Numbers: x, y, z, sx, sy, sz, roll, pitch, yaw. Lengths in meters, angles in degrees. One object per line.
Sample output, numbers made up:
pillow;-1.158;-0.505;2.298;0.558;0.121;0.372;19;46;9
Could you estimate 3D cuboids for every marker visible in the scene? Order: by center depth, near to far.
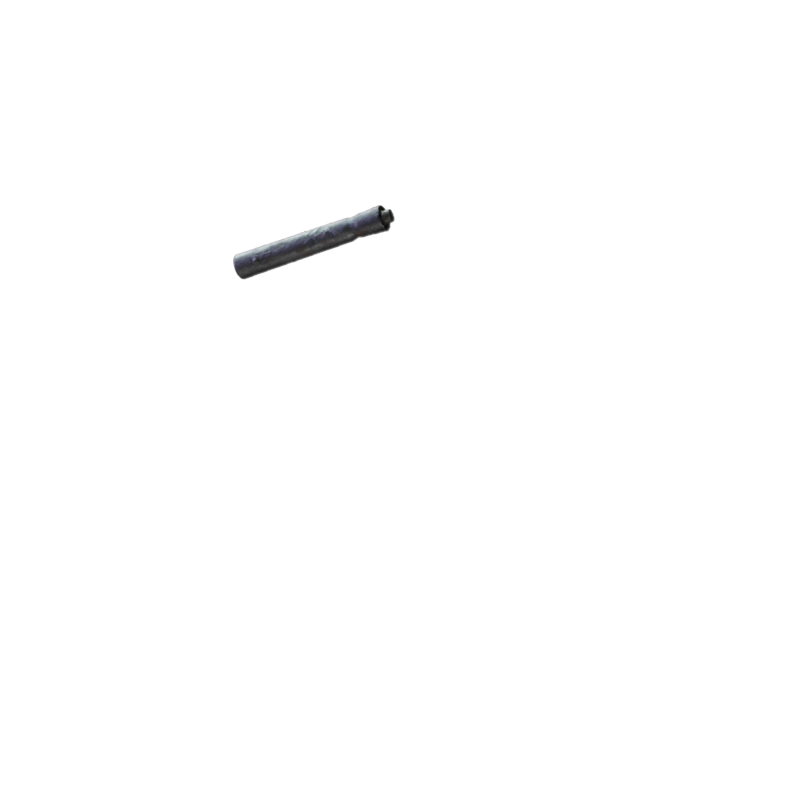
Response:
marker;-0.060;-0.110;0.768;0.122;0.020;0.019;-15;-2;22
